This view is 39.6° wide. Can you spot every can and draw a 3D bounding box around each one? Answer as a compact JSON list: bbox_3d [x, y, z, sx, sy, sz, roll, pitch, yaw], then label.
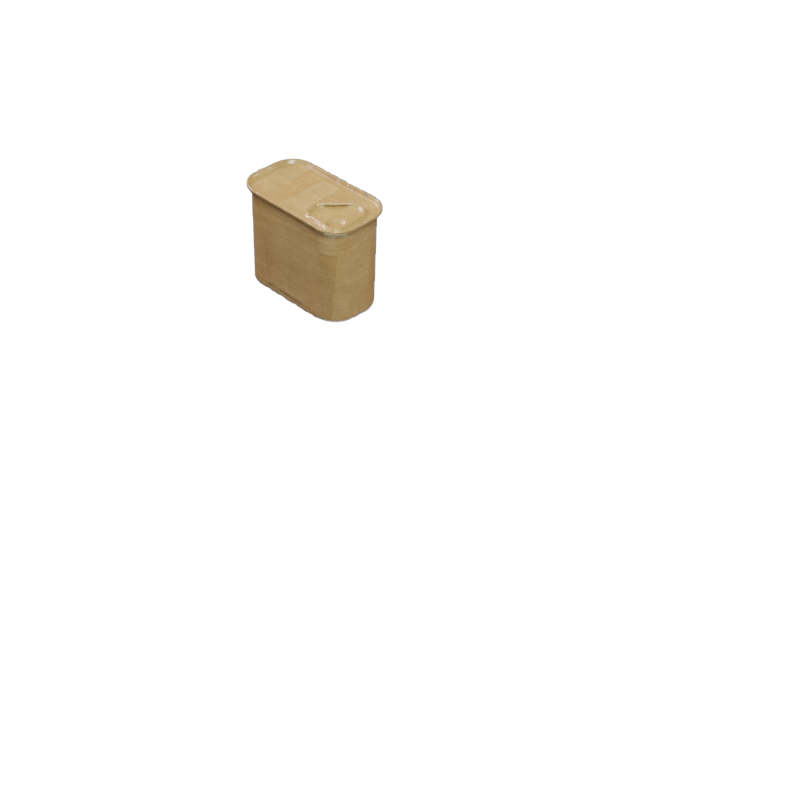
[{"bbox_3d":[-0.063,-0.115,0.804,0.057,0.078,0.109,-30,48,-35],"label":"can"}]
